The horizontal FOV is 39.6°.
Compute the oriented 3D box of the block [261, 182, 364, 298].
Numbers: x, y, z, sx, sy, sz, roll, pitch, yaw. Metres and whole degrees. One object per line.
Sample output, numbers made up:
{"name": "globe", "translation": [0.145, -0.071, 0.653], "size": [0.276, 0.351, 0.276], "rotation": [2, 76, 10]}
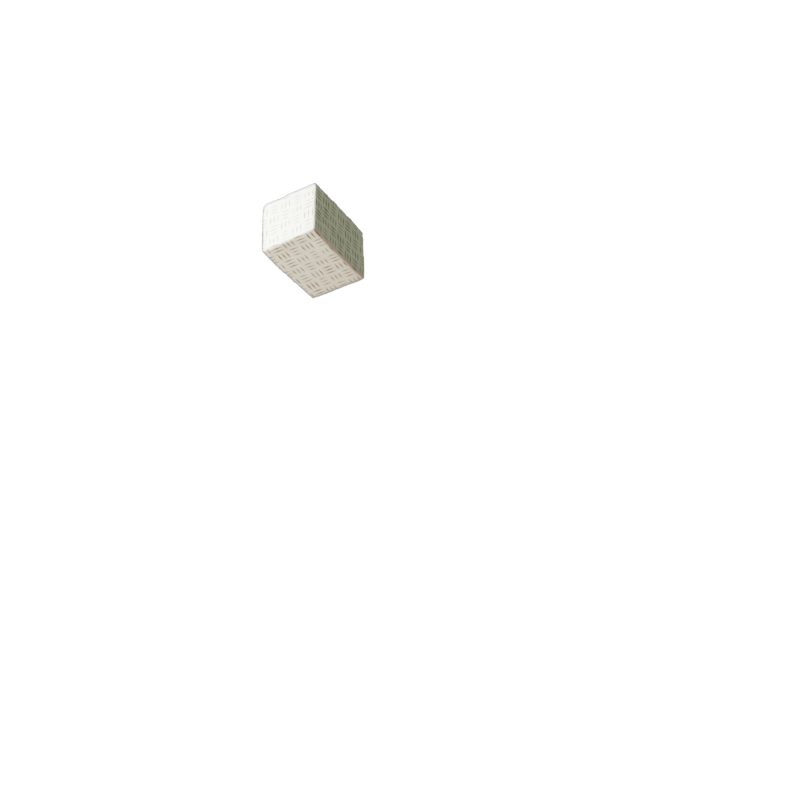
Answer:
{"name": "block", "translation": [-0.071, -0.130, 0.910], "size": [0.053, 0.055, 0.072], "rotation": [-21, -40, 24]}
